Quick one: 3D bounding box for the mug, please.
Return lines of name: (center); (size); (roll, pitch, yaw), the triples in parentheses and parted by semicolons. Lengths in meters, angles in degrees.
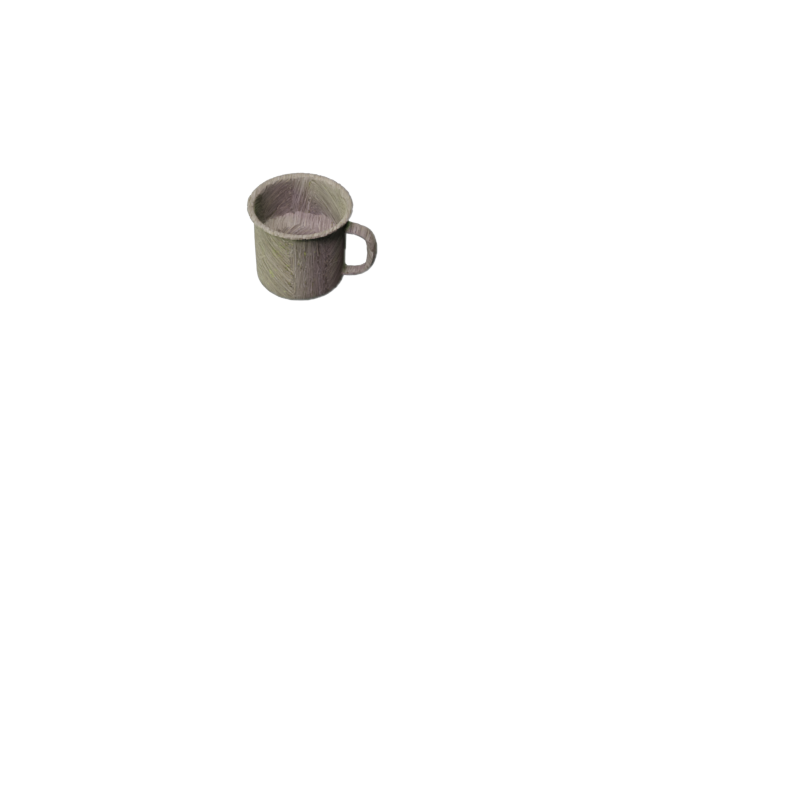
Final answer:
mug: (-0.077, -0.141, 0.989); (0.119, 0.076, 0.098); (10, 45, 9)
